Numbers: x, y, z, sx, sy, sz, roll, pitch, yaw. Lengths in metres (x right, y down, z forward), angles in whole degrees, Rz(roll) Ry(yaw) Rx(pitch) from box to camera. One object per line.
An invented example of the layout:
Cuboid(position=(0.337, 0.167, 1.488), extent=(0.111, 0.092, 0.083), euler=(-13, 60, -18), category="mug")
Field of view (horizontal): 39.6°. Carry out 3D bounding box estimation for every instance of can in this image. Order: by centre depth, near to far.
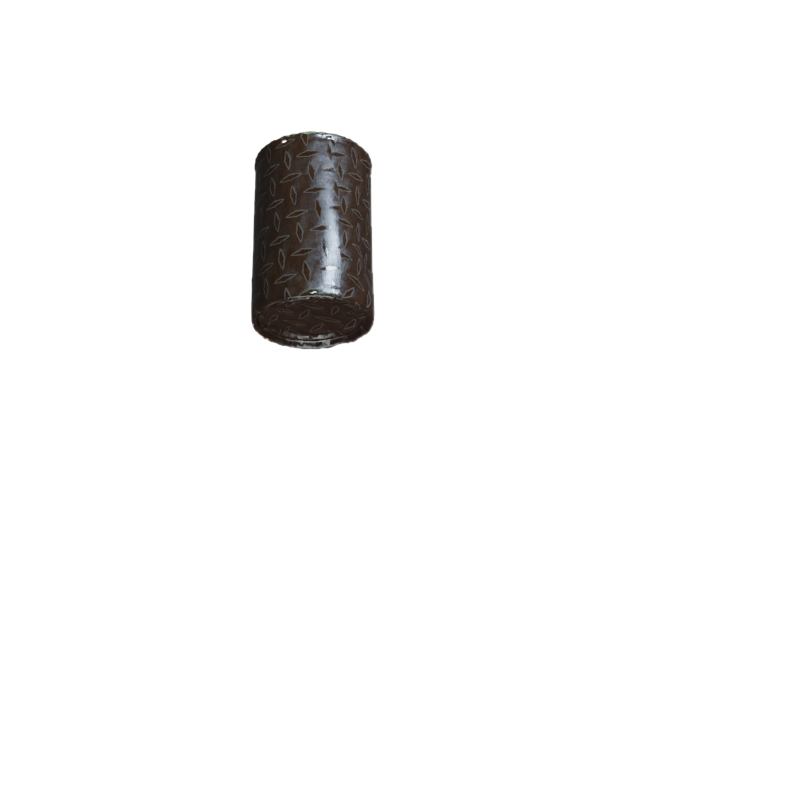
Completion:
Cuboid(position=(-0.048, -0.088, 0.614), extent=(0.068, 0.109, 0.065), euler=(0, -27, -2), category="can")
